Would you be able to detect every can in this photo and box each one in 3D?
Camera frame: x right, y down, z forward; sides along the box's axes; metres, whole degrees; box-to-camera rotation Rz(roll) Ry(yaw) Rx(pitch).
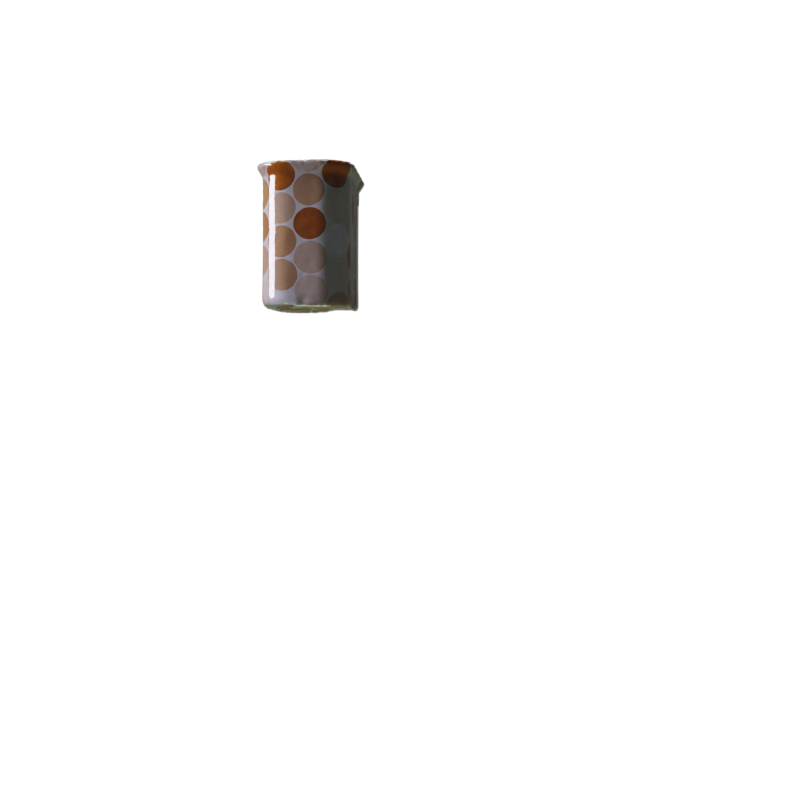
[{"bbox_3d":[-0.053,-0.096,0.676,0.058,0.085,0.100,0,-1,4],"label":"can"}]
